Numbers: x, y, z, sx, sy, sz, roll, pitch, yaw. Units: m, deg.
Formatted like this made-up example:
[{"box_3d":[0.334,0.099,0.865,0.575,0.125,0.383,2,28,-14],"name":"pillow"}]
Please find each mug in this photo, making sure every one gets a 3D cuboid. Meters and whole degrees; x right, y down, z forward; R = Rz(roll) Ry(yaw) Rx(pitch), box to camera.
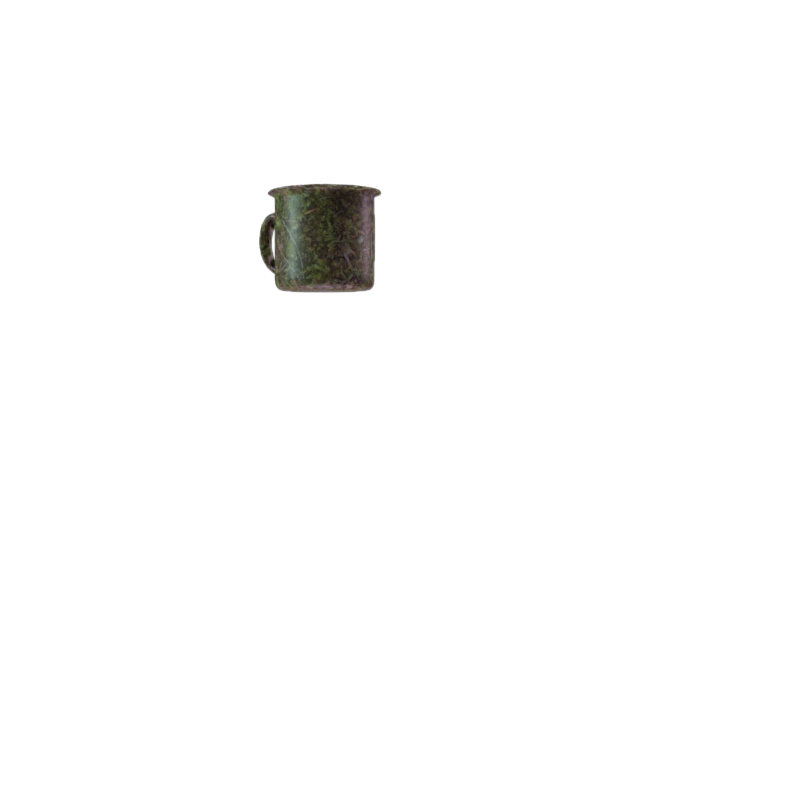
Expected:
[{"box_3d":[-0.071,-0.130,0.911,0.121,0.082,0.089,0,0,37],"name":"mug"}]
